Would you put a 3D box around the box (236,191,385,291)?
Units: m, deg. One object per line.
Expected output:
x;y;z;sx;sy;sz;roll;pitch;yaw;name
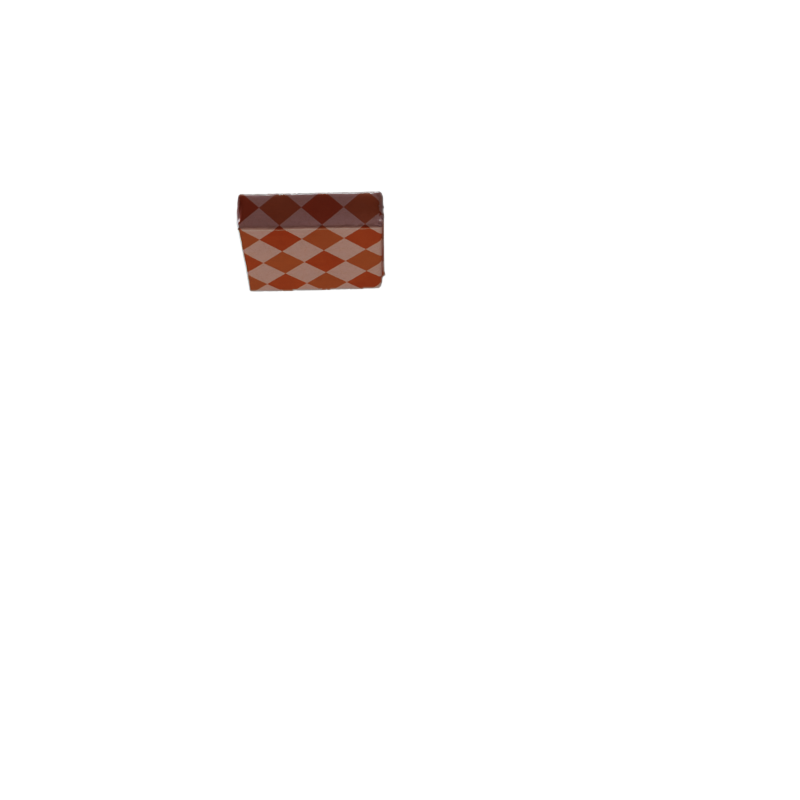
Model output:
-0.054;-0.099;0.694;0.089;0.032;0.068;-1;-28;2;box
